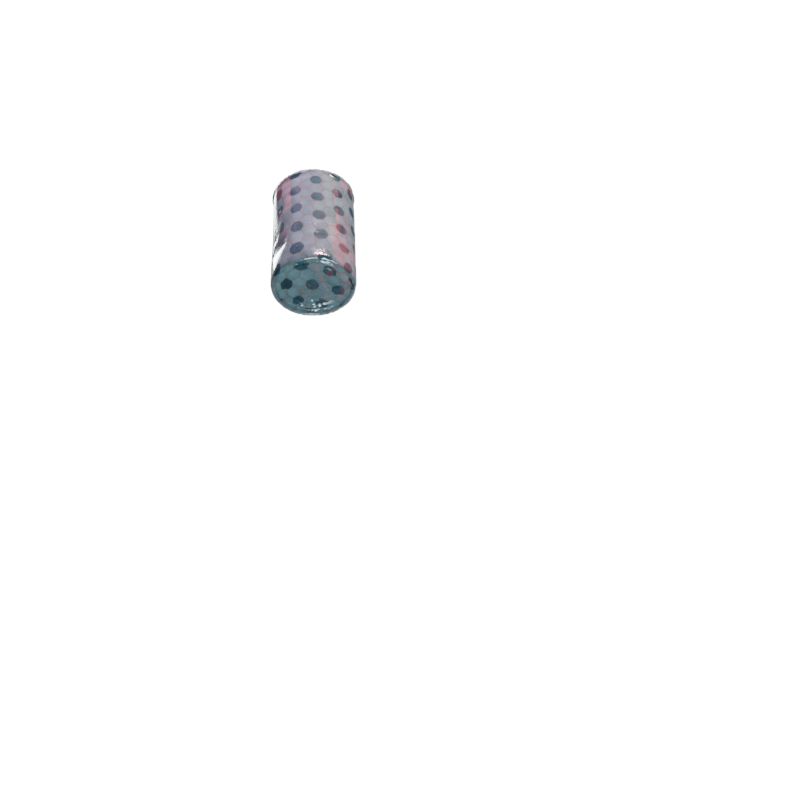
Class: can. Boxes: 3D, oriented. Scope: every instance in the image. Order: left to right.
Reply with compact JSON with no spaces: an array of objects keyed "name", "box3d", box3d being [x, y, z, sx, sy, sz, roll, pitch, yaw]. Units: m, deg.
[{"name":"can","box3d":[-0.069,-0.127,0.887,0.068,0.110,0.064,-1,-42,-3]}]
